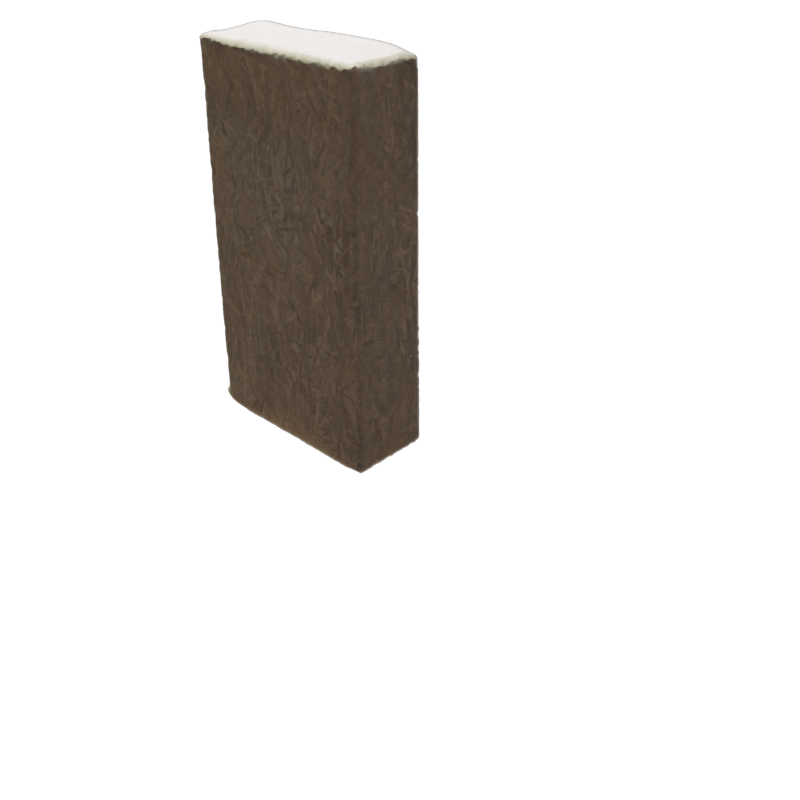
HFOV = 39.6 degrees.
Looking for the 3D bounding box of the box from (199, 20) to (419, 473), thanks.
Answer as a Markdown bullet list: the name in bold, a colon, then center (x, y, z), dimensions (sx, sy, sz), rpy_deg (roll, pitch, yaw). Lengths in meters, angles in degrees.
- **box**: center (-0.037, -0.068, 0.475), dimensions (0.047, 0.168, 0.099), rpy_deg (-20, 32, -40)
